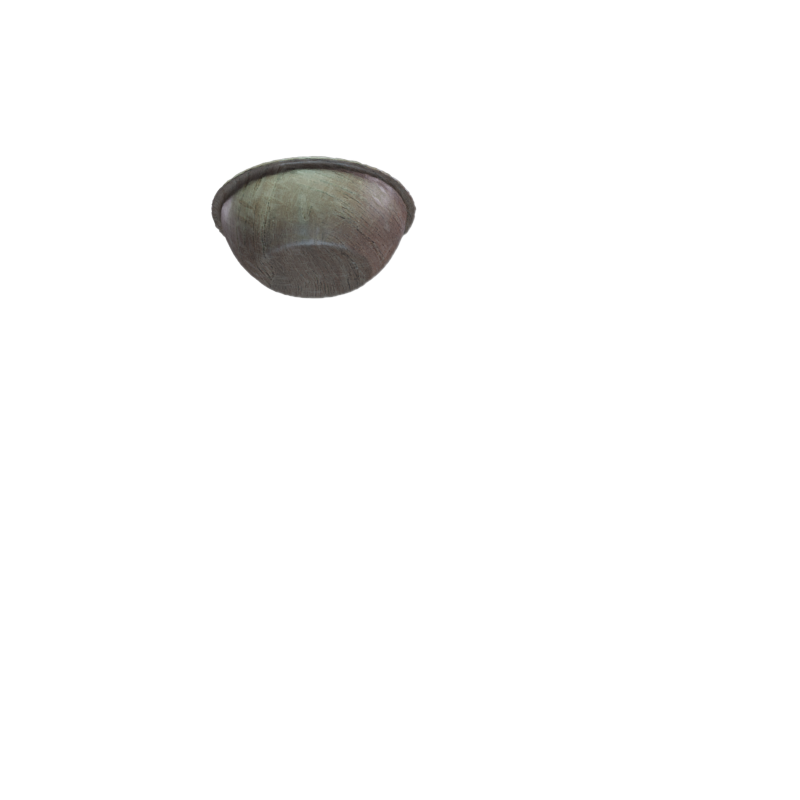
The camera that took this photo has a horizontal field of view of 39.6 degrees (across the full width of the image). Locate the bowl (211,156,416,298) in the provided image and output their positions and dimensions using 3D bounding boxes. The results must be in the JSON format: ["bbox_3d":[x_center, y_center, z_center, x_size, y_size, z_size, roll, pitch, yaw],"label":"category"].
[{"bbox_3d":[-0.068,-0.124,0.866,0.162,0.058,0.153,1,-24,-2],"label":"bowl"}]
